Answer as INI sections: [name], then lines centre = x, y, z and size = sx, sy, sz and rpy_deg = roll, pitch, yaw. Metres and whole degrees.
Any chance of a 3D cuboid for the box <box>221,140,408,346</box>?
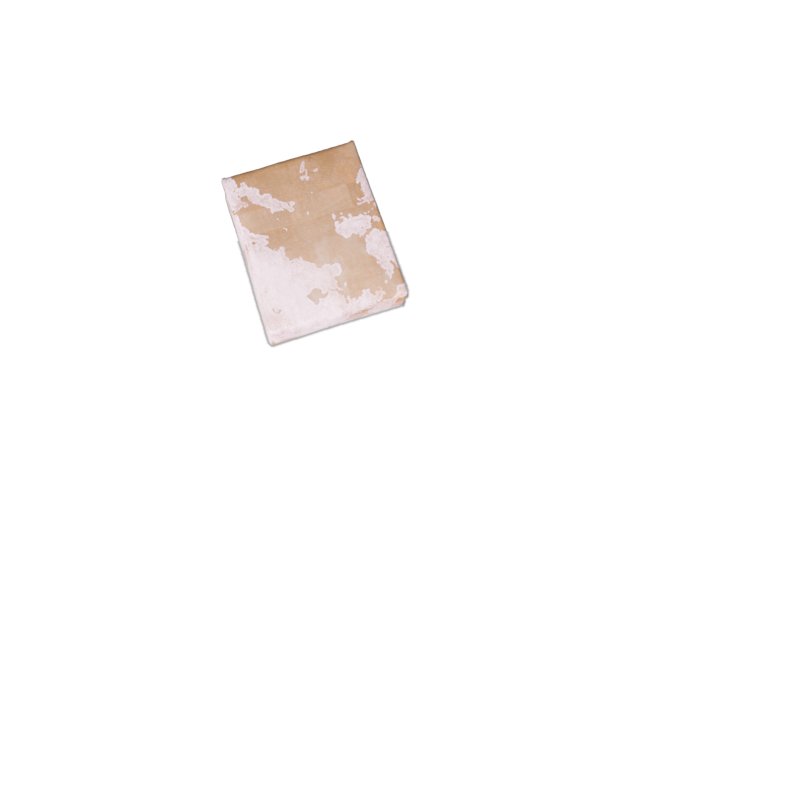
[box]
centre = -0.045, -0.081, 0.568
size = 0.073, 0.093, 0.029
rpy_deg = -17, -16, -6
